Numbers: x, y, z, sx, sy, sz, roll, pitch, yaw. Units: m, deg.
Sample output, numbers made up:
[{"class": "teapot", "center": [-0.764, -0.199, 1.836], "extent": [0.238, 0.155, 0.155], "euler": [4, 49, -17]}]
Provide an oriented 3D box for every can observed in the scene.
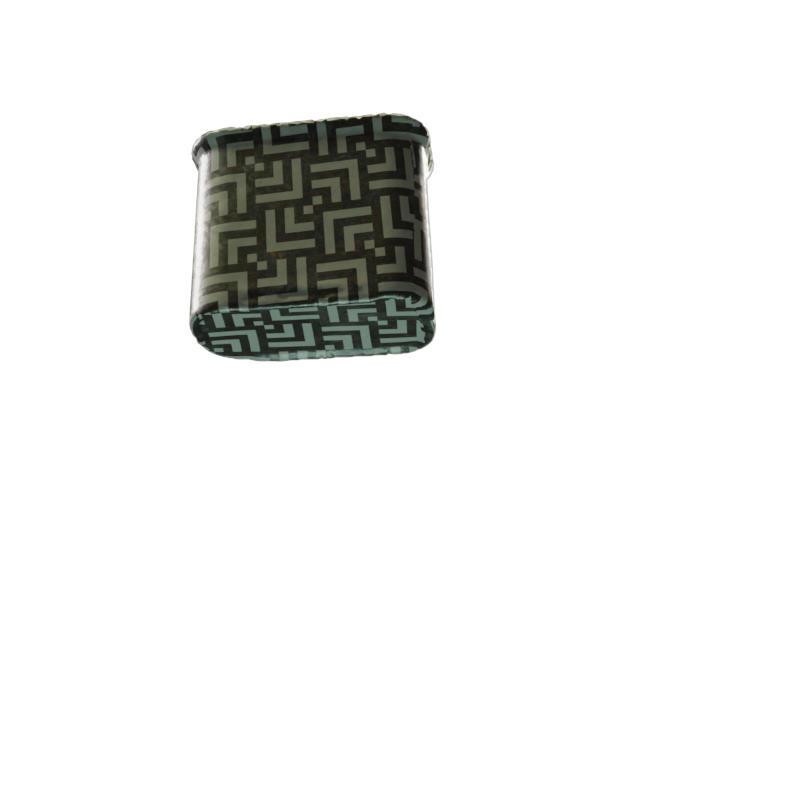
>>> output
[{"class": "can", "center": [-0.036, -0.065, 0.456], "extent": [0.103, 0.089, 0.054], "euler": [-4, -27, 6]}]
